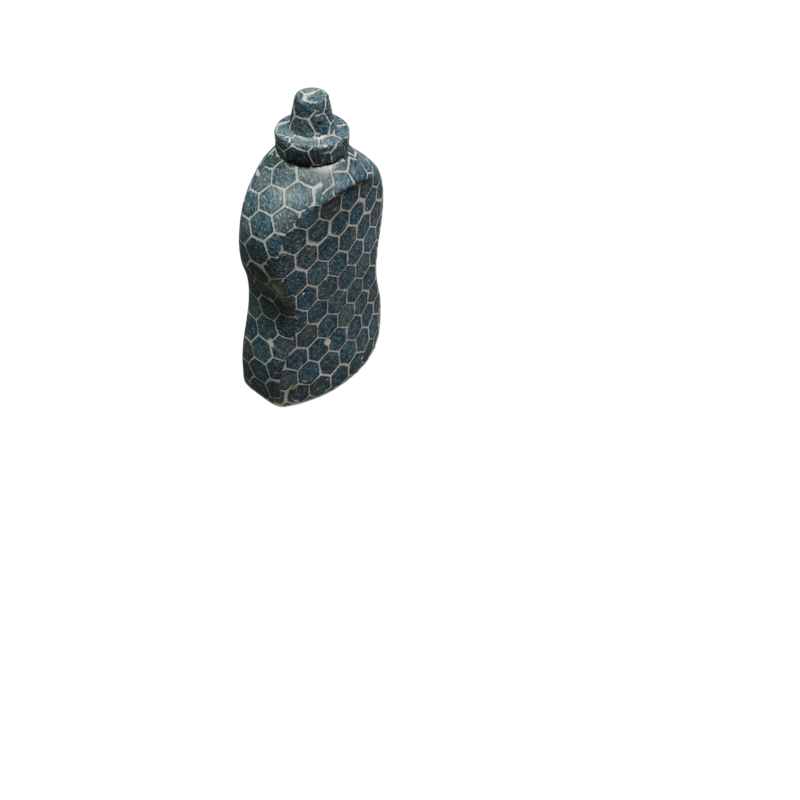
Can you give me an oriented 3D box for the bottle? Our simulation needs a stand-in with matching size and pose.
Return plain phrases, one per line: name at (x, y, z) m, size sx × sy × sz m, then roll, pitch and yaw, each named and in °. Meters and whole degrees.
bottle at (-0.051, -0.092, 0.642) m, size 0.062 × 0.179 × 0.096 m, roll 32°, pitch 48°, yaw 31°
